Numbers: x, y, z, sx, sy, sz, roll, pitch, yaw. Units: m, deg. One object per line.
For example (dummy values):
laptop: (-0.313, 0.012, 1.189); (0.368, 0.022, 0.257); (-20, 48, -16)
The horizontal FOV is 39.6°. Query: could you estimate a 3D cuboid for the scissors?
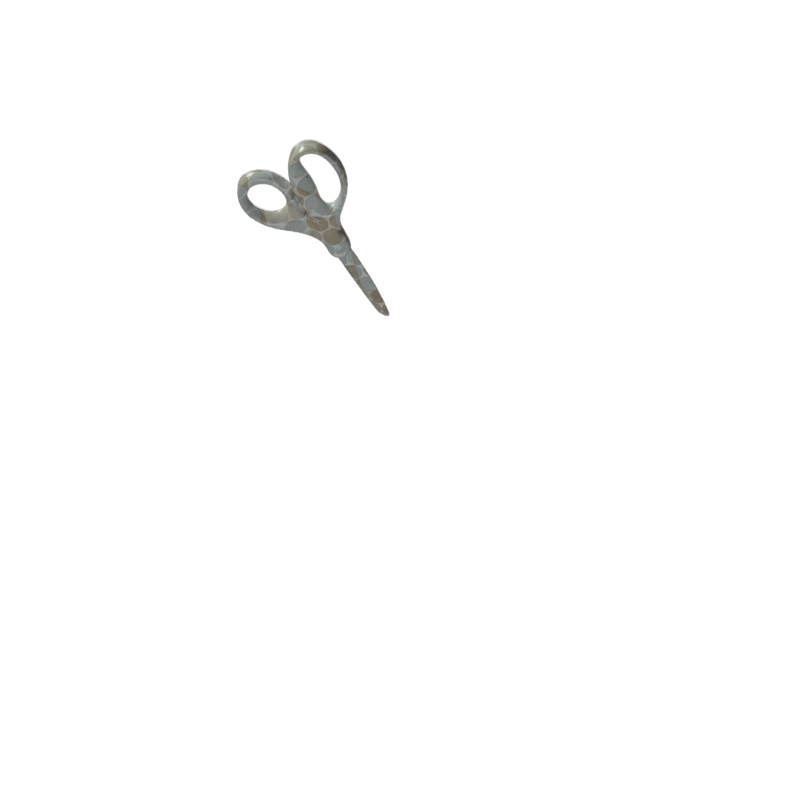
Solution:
scissors: (-0.071, -0.129, 0.904); (0.097, 0.017, 0.186); (-6, -42, 7)
